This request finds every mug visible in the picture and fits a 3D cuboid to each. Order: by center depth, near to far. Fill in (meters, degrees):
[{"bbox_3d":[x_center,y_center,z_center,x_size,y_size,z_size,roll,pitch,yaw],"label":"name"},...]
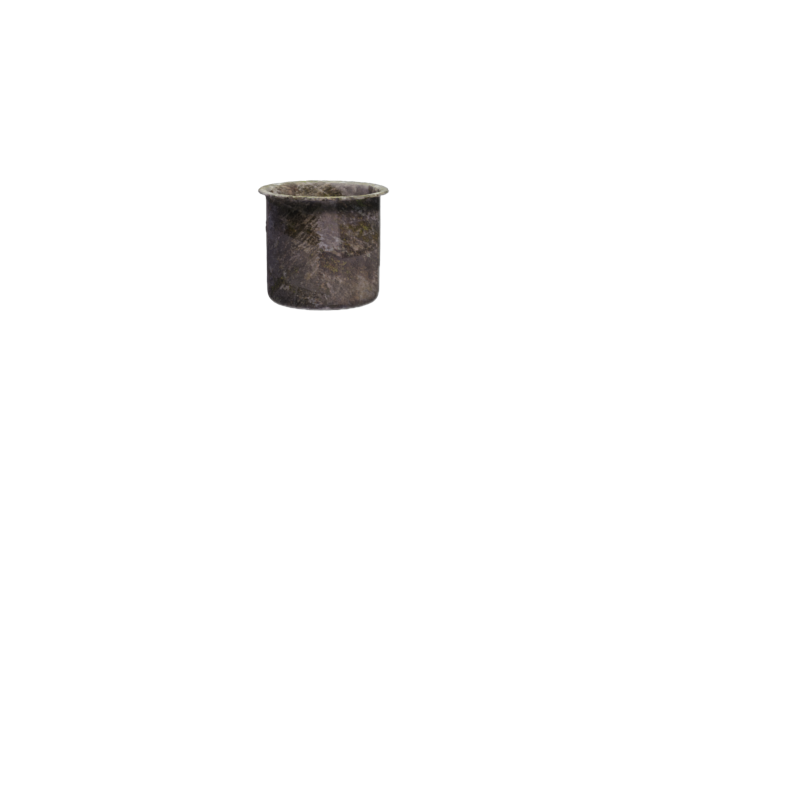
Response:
[{"bbox_3d":[-0.063,-0.115,0.805,0.091,0.079,0.124,-11,20,-37],"label":"mug"}]
